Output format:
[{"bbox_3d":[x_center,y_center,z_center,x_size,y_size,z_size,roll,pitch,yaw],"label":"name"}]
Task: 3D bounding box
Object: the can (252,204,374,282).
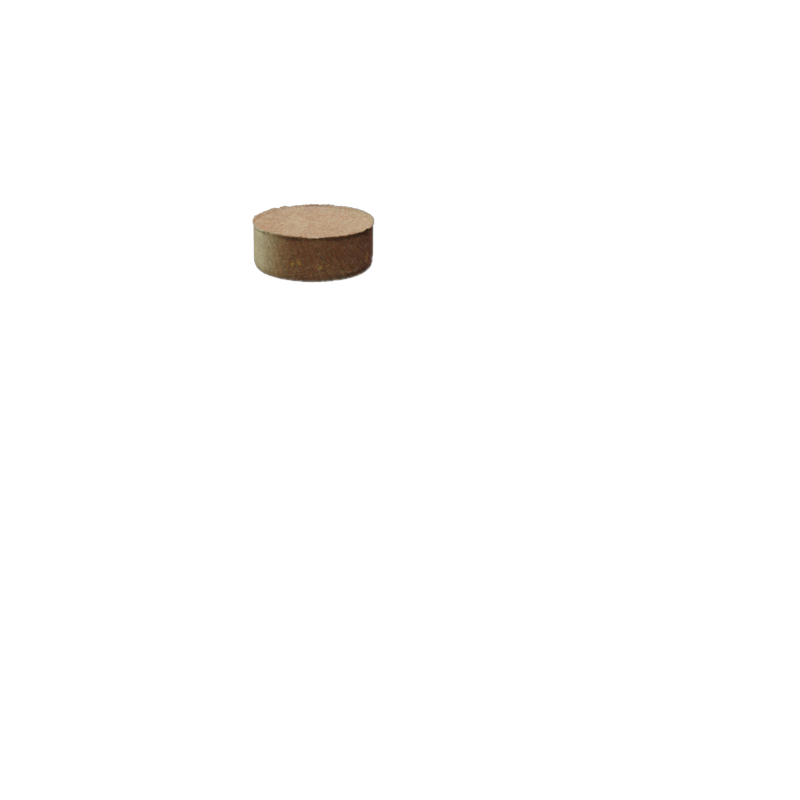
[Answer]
[{"bbox_3d":[-0.061,-0.112,0.783,0.086,0.032,0.090,-1,23,-2],"label":"can"}]
